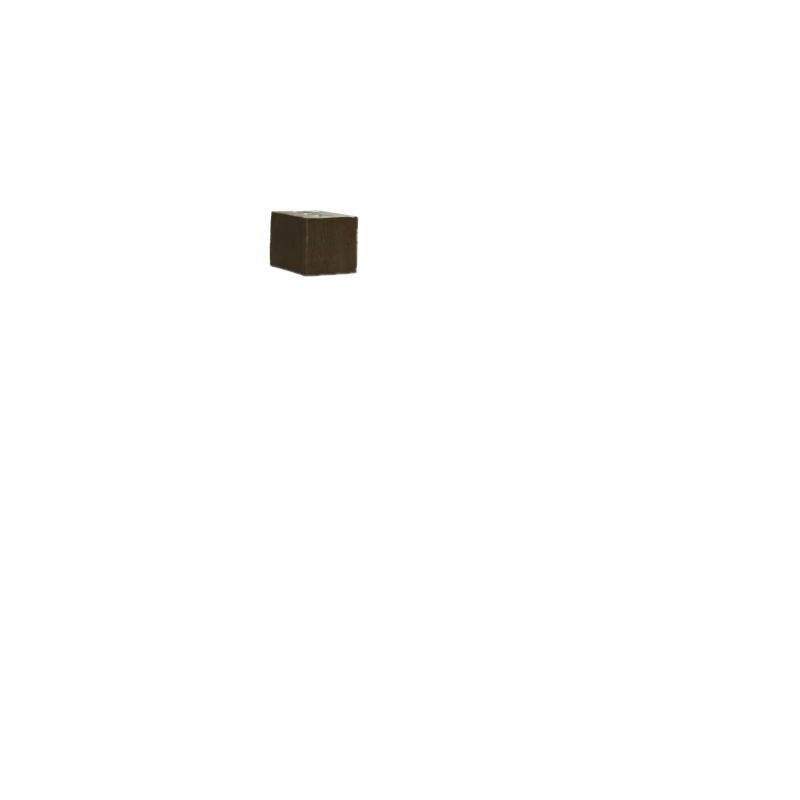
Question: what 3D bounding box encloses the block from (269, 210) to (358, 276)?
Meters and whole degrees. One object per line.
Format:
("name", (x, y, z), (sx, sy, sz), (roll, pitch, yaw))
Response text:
("block", (-0.077, -0.141, 0.985), (0.051, 0.050, 0.082), (-5, 13, -28))
